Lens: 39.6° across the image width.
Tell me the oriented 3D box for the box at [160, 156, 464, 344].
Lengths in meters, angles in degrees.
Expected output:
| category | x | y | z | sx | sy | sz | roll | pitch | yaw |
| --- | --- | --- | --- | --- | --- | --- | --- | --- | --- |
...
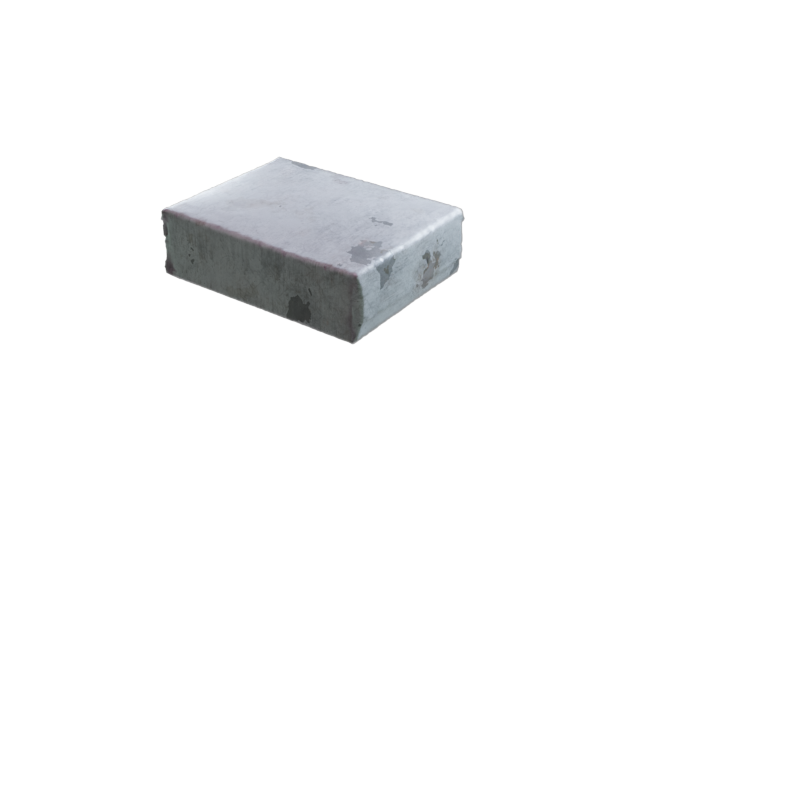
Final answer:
| category | x | y | z | sx | sy | sz | roll | pitch | yaw |
| --- | --- | --- | --- | --- | --- | --- | --- | --- | --- |
| box | -0.041 | -0.074 | 0.519 | 0.119 | 0.037 | 0.090 | 19 | 34 | 30 |
